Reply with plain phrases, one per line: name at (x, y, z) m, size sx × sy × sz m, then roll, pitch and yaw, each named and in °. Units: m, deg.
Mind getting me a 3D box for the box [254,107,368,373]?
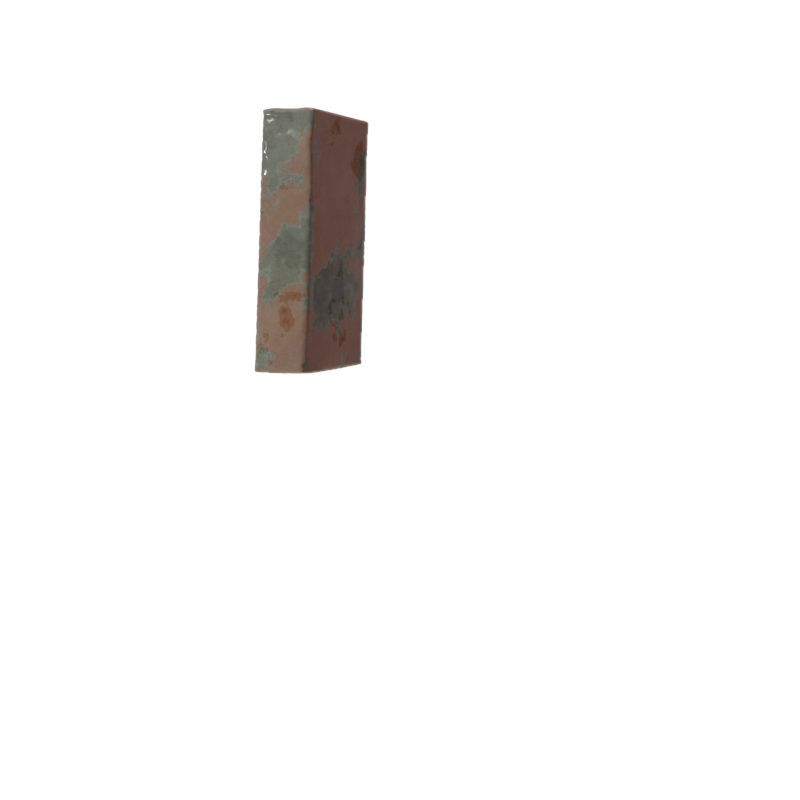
box at (-0.060, -0.109, 0.766) m, size 0.049 × 0.177 × 0.091 m, roll 0°, pitch 0°, yaw 23°
